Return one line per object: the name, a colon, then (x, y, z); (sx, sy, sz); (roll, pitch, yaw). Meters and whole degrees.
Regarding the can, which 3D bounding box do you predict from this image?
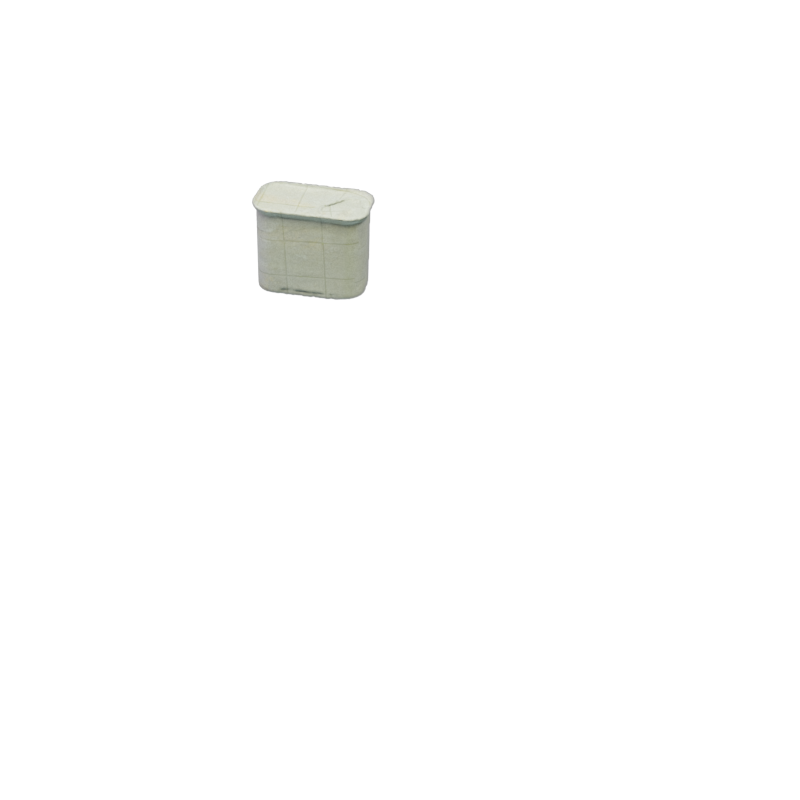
can: (-0.075, -0.138, 0.966); (0.104, 0.079, 0.060); (8, 33, 10)
